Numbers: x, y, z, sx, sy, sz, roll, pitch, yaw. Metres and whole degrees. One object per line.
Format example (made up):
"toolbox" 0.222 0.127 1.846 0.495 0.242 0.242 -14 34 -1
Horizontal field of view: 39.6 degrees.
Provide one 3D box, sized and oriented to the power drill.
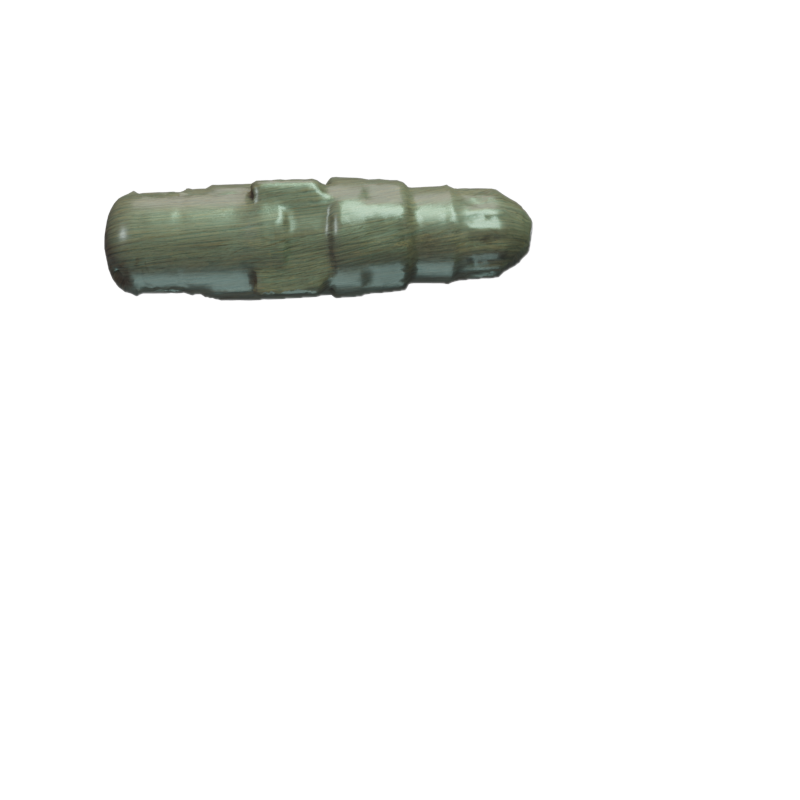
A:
"power drill" -0.043 -0.078 0.549 0.183 0.057 0.189 0 4 -5
